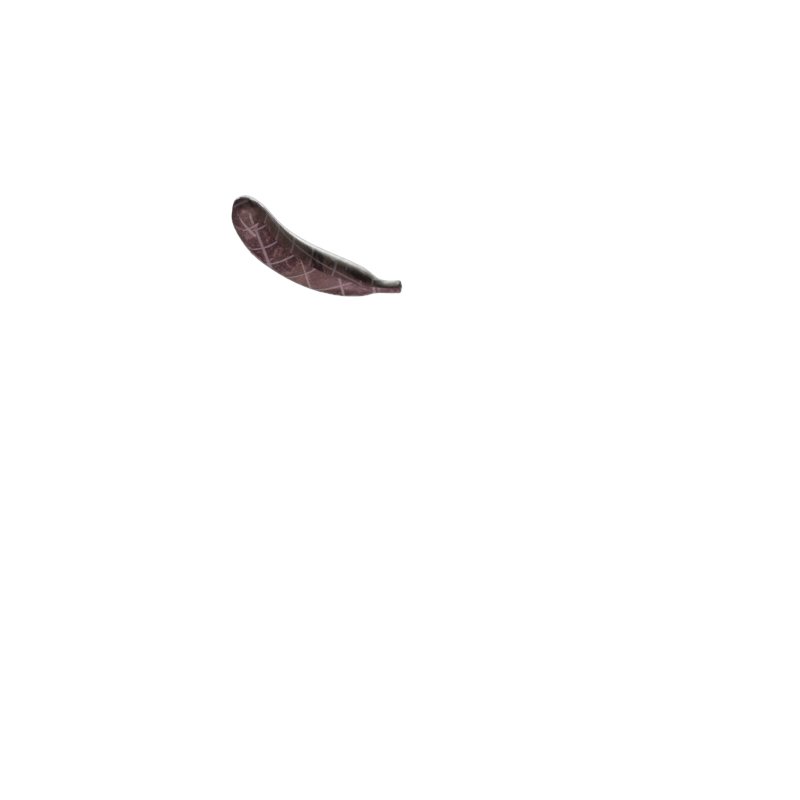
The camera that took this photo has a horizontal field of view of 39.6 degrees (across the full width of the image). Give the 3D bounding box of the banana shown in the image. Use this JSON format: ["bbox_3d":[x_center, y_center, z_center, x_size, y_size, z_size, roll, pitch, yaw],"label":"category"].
[{"bbox_3d":[-0.086,-0.131,0.971,0.070,0.039,0.185,-22,-32,39],"label":"banana"}]
